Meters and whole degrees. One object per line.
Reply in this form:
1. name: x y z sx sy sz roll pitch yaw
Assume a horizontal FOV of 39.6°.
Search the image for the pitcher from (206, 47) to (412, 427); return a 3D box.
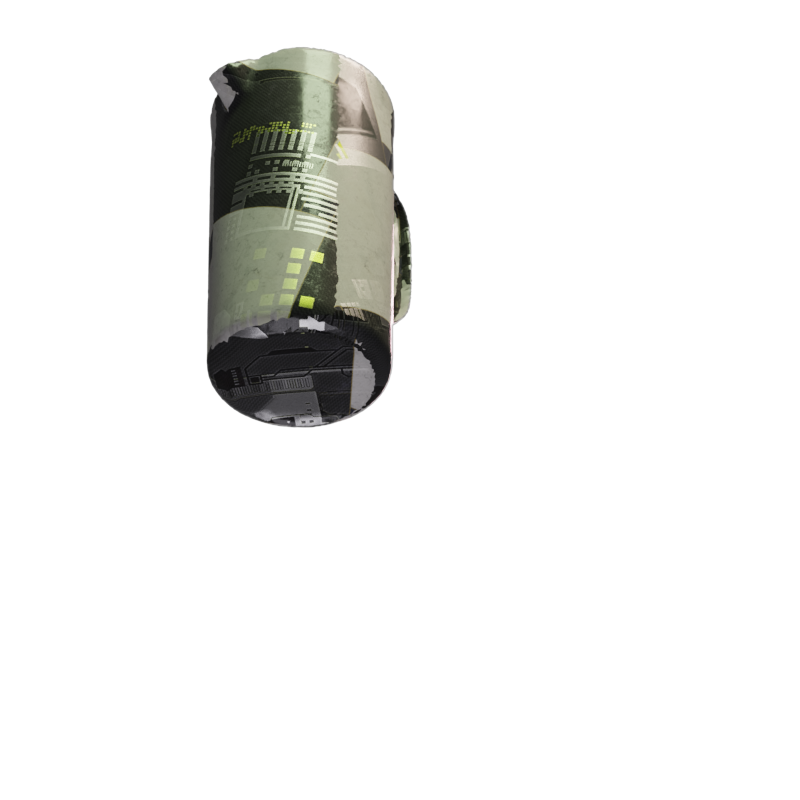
1. pitcher: -0.057 -0.104 0.725 0.148 0.261 0.135 1 -41 -5
